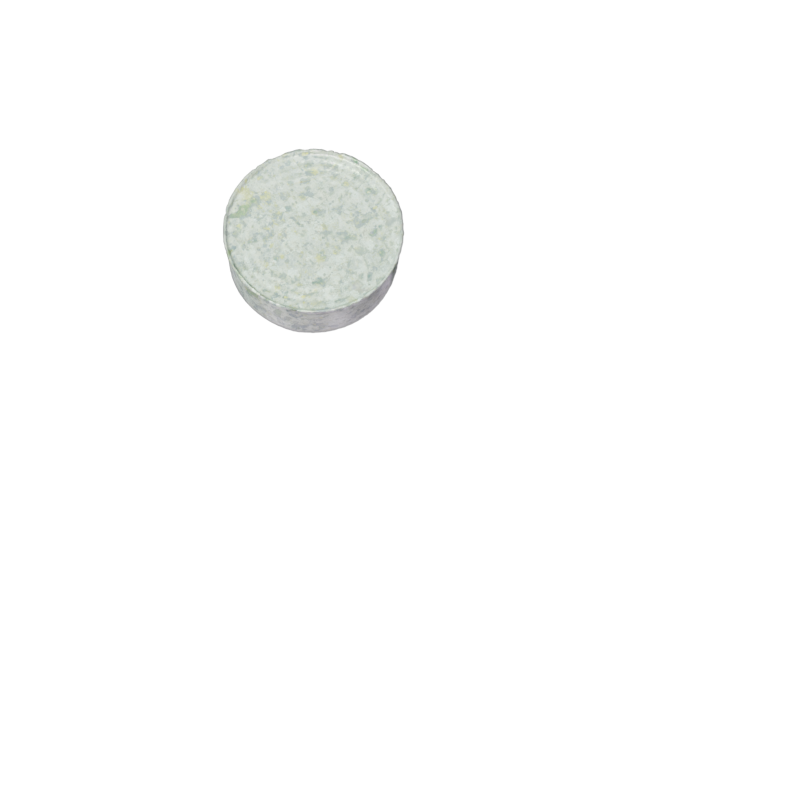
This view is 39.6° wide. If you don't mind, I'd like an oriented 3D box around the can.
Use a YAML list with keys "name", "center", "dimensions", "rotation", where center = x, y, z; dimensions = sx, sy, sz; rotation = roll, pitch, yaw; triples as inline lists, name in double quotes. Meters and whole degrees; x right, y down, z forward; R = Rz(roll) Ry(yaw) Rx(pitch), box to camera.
- name: "can"
  center: [-0.042, -0.077, 0.539]
  dimensions: [0.086, 0.091, 0.032]
  rotation: [-1, -23, -1]
